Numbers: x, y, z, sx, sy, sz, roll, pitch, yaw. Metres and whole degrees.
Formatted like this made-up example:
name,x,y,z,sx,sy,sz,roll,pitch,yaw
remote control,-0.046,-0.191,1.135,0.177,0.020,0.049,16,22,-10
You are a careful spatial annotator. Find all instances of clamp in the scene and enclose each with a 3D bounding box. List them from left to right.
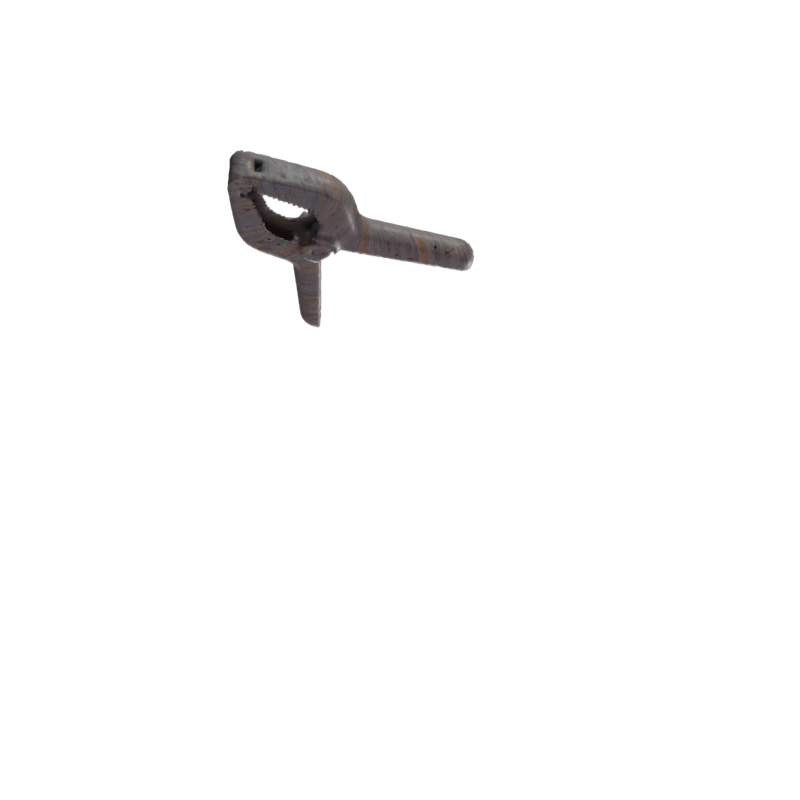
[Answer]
name,x,y,z,sx,sy,sz,roll,pitch,yaw
clamp,-0.068,-0.123,0.864,0.165,0.039,0.196,-26,-39,36
